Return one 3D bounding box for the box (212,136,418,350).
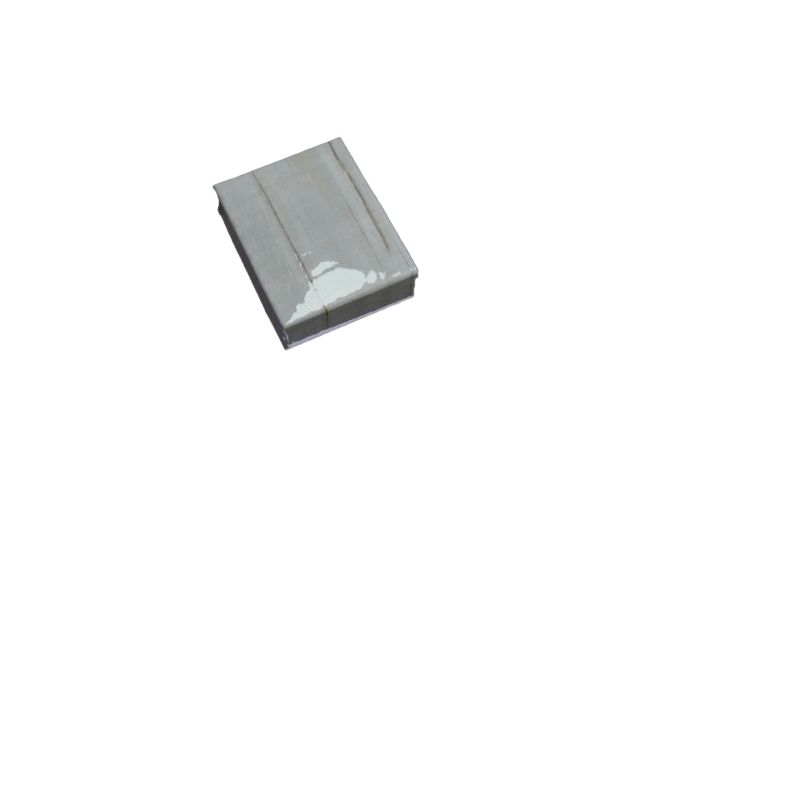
[{"bbox_3d":[-0.054,-0.098,0.688,0.089,0.121,0.036,-23,-27,-13],"label":"box"}]
